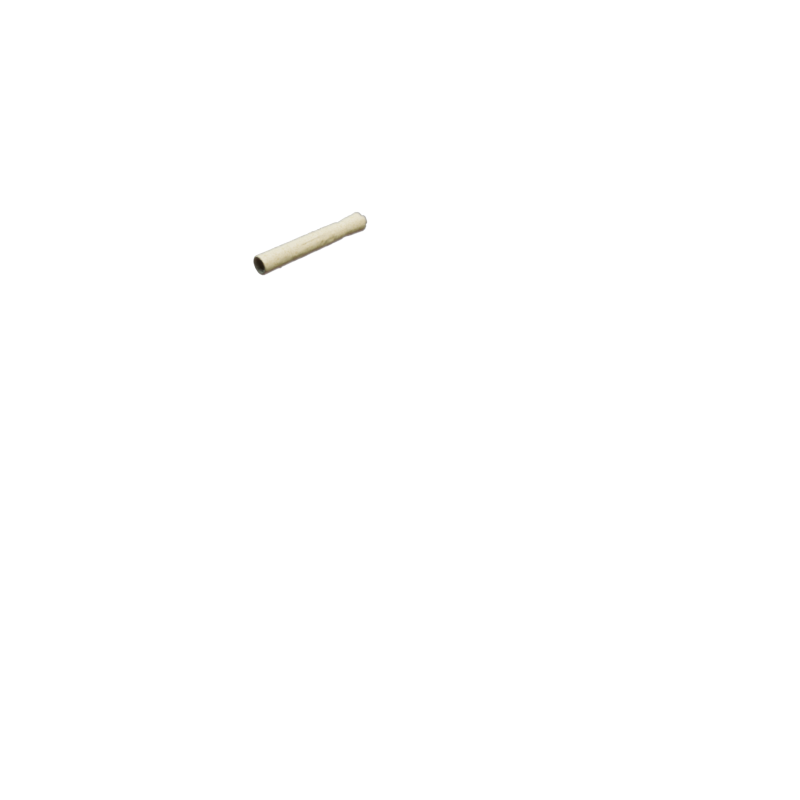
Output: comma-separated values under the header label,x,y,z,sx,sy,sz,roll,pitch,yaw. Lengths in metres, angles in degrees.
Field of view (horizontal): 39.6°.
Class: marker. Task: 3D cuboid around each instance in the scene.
label,x,y,z,sx,sy,sz,roll,pitch,yaw
marker,-0.078,-0.143,0.999,0.120,0.019,0.021,-29,20,-31
